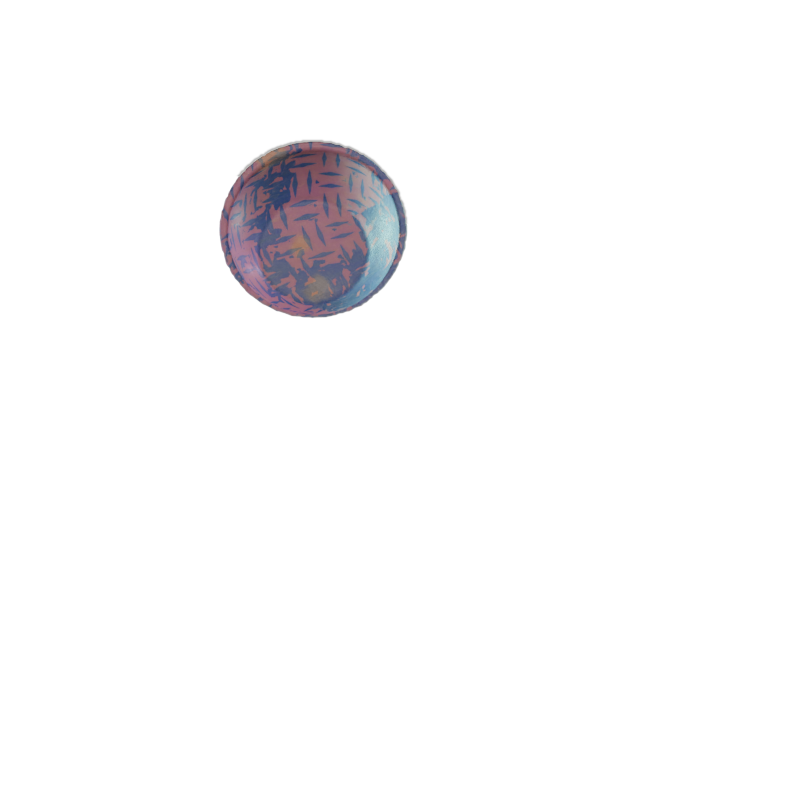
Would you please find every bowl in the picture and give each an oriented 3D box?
[{"bbox_3d":[-0.073,-0.133,0.933,0.162,0.155,0.058,1,22,-1],"label":"bowl"}]
